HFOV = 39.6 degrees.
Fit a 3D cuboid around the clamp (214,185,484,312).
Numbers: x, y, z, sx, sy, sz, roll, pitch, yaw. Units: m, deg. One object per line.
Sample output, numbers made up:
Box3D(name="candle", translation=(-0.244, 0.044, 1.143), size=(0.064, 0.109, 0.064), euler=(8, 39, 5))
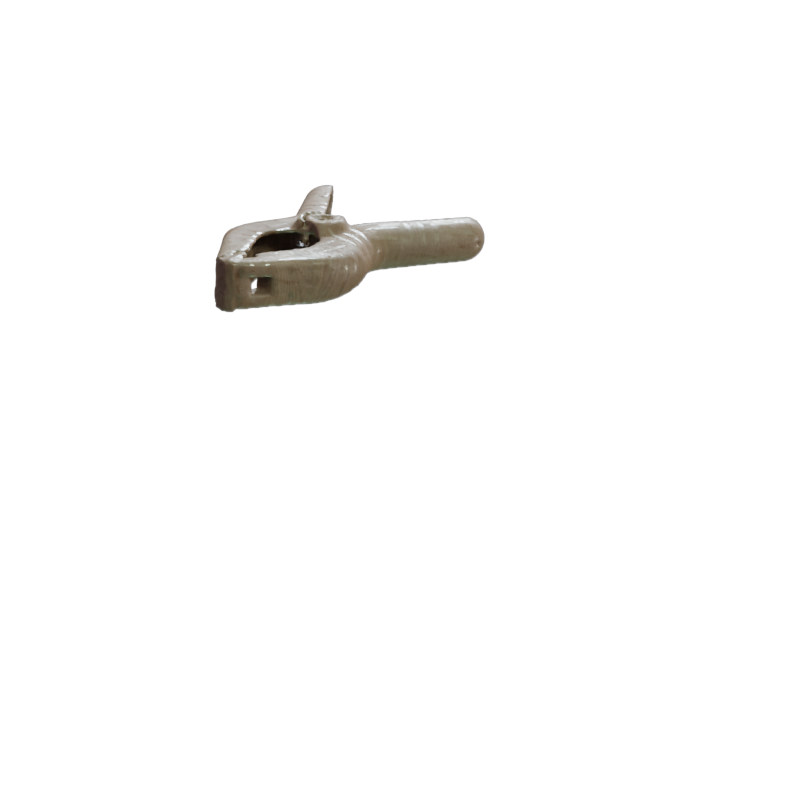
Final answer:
Box3D(name="clamp", translation=(-0.048, -0.088, 0.616), size=(0.127, 0.038, 0.168), euler=(17, 26, 40))
